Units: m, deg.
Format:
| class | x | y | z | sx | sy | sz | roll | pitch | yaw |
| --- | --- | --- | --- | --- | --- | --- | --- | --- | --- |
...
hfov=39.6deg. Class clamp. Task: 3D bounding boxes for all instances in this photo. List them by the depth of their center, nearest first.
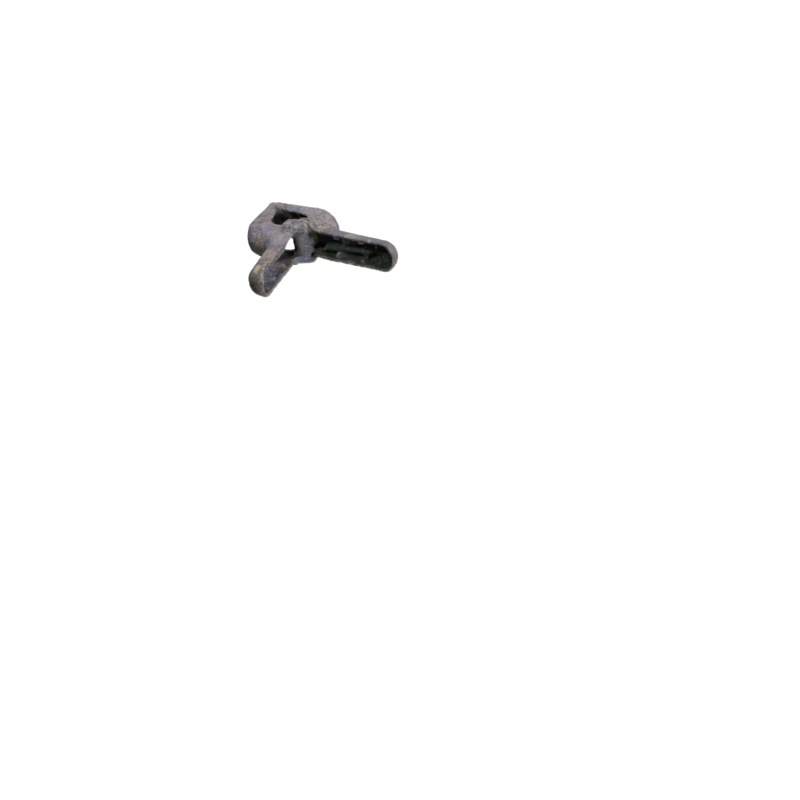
| class | x | y | z | sx | sy | sz | roll | pitch | yaw |
| --- | --- | --- | --- | --- | --- | --- | --- | --- | --- |
| clamp | -0.073 | -0.133 | 0.931 | 0.119 | 0.037 | 0.183 | -5 | 28 | -9 |
